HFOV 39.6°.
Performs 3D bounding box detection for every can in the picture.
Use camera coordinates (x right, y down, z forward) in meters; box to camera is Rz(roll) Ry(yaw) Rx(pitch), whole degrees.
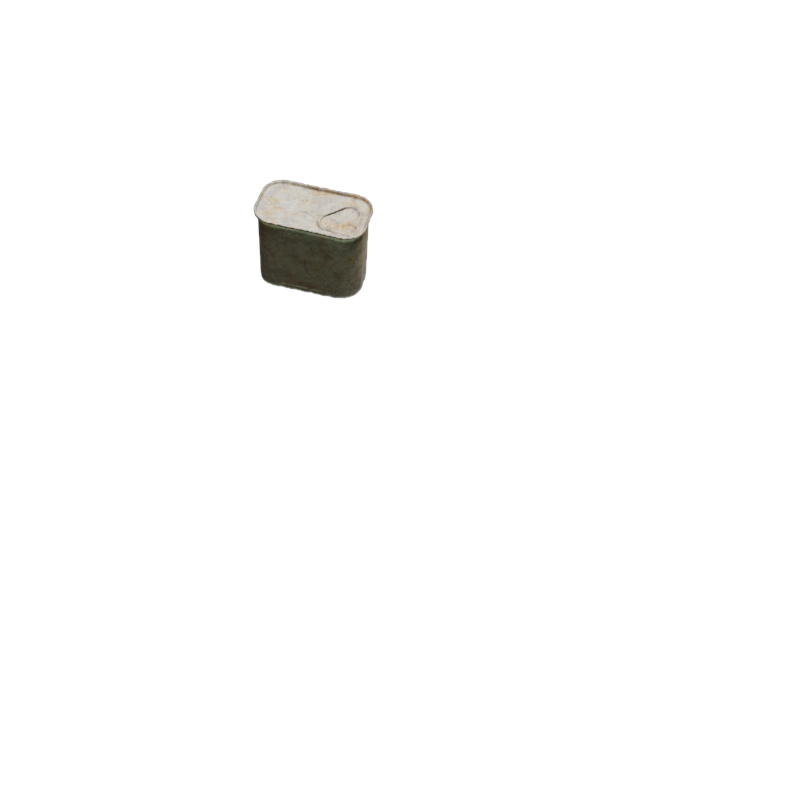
[{"bbox_3d":[-0.078,-0.142,0.997,0.104,0.060,0.078,13,-40,10],"label":"can"}]
